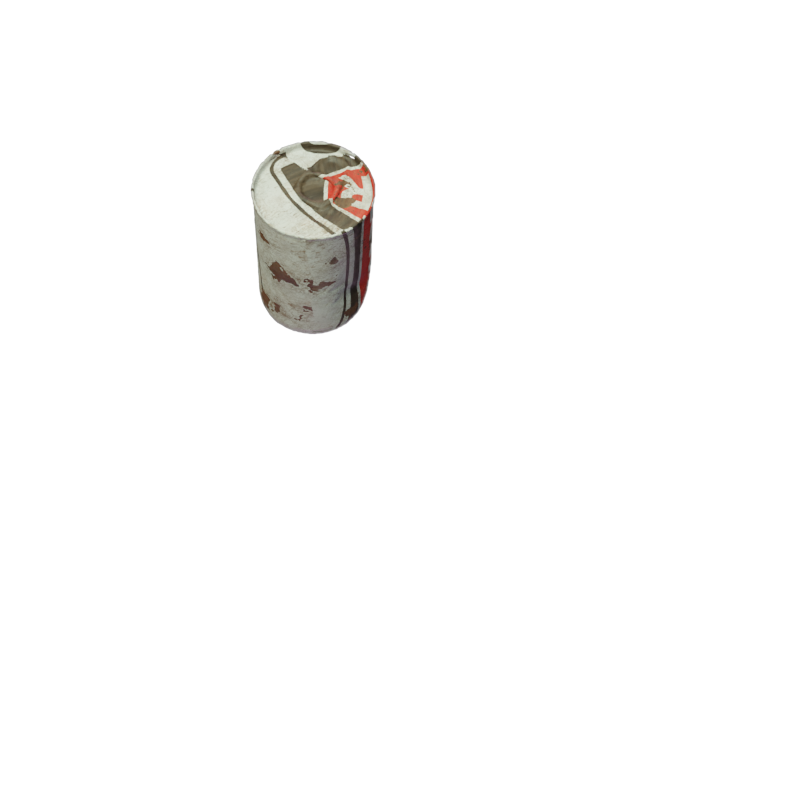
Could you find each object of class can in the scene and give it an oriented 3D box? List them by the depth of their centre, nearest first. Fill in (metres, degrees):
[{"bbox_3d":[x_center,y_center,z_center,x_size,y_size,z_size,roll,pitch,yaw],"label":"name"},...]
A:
[{"bbox_3d":[-0.050,-0.092,0.645,0.068,0.073,0.096,0,-31,-3],"label":"can"}]
